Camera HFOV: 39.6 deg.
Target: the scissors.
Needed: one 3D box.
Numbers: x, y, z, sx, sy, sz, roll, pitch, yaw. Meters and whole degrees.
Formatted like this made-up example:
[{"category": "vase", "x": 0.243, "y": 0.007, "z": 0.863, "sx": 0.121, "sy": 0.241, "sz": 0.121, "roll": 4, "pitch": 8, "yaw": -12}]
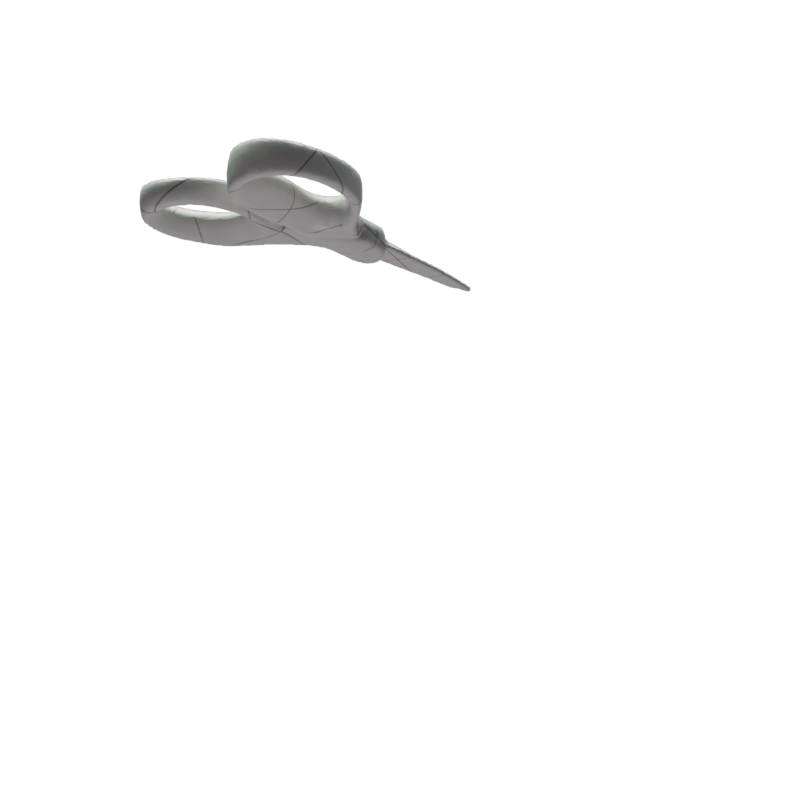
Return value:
[{"category": "scissors", "x": -0.037, "y": -0.068, "z": 0.476, "sx": 0.098, "sy": 0.016, "sz": 0.191, "roll": -3, "pitch": -10, "yaw": 16}]
